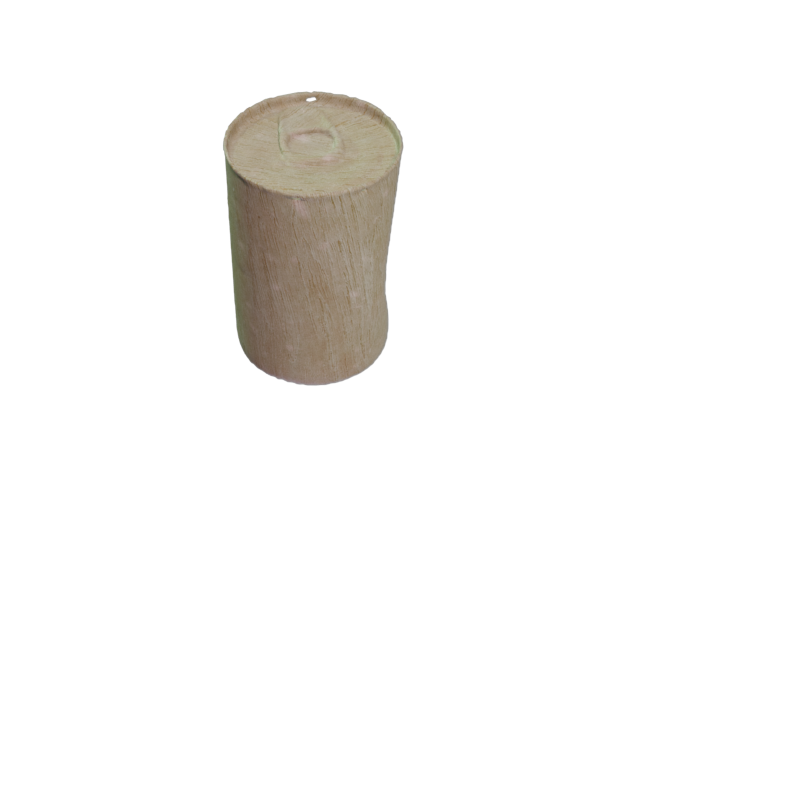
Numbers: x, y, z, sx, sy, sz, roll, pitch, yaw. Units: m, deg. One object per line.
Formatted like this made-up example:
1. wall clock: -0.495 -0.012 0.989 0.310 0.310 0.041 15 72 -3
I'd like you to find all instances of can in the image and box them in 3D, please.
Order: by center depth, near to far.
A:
1. can: -0.035 -0.064 0.450 0.068 0.095 0.074 0 44 -3
